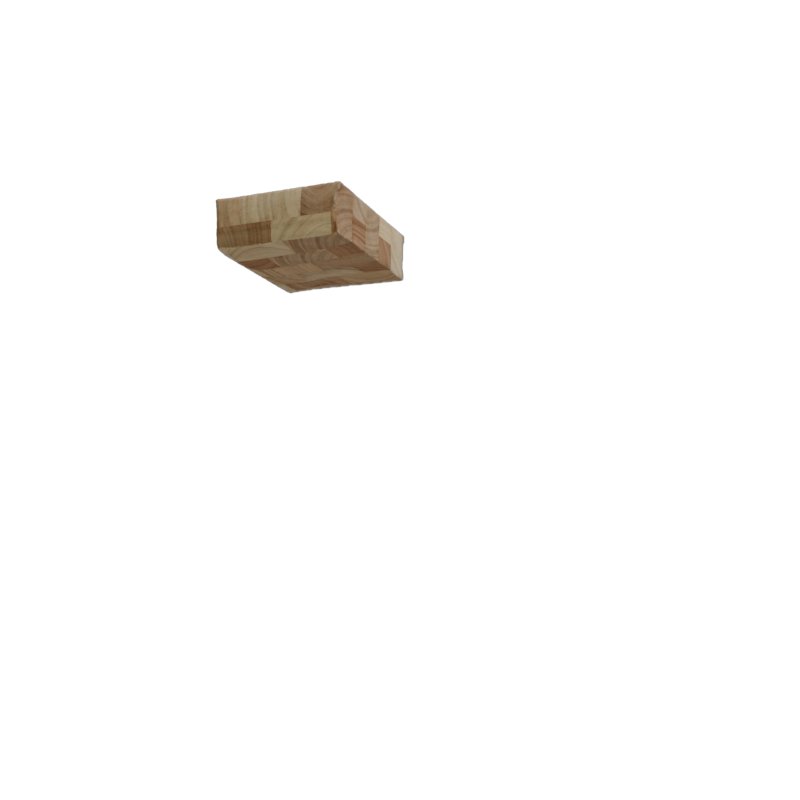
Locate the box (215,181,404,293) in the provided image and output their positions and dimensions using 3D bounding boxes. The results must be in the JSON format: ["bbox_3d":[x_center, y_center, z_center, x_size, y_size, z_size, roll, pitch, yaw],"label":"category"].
[{"bbox_3d":[-0.058,-0.105,0.738,0.092,0.040,0.107,-5,-12,23],"label":"box"}]
